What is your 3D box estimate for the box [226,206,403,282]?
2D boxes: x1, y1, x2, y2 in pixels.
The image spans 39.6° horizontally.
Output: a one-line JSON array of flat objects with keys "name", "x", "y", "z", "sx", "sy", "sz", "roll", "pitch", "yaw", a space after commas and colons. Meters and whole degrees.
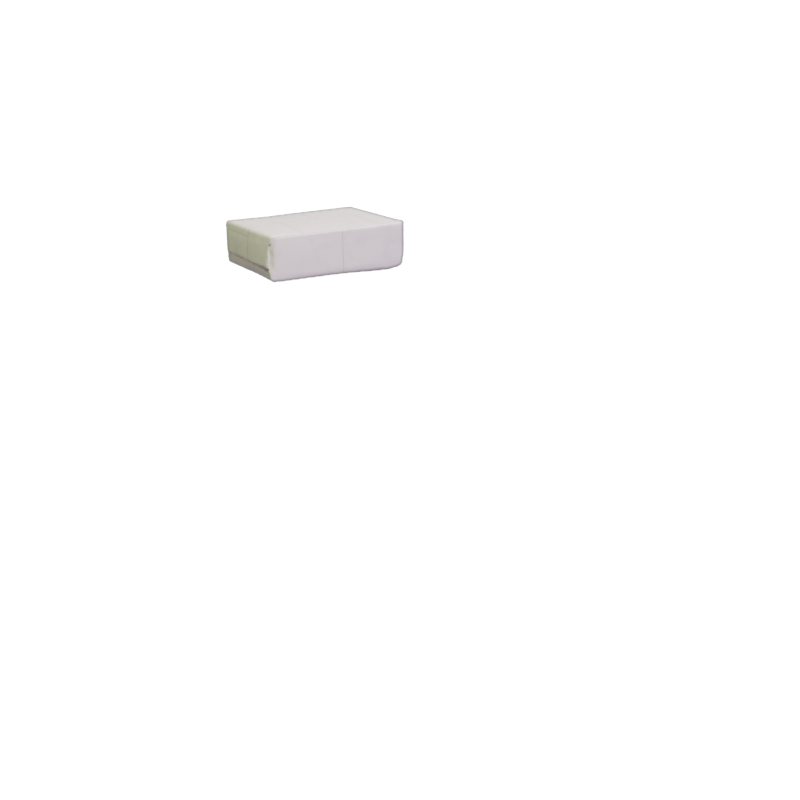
[{"name": "box", "x": -0.067, "y": -0.122, "z": 0.853, "sx": 0.111, "sy": 0.038, "sz": 0.095, "roll": -9, "pitch": 19, "yaw": -26}]
